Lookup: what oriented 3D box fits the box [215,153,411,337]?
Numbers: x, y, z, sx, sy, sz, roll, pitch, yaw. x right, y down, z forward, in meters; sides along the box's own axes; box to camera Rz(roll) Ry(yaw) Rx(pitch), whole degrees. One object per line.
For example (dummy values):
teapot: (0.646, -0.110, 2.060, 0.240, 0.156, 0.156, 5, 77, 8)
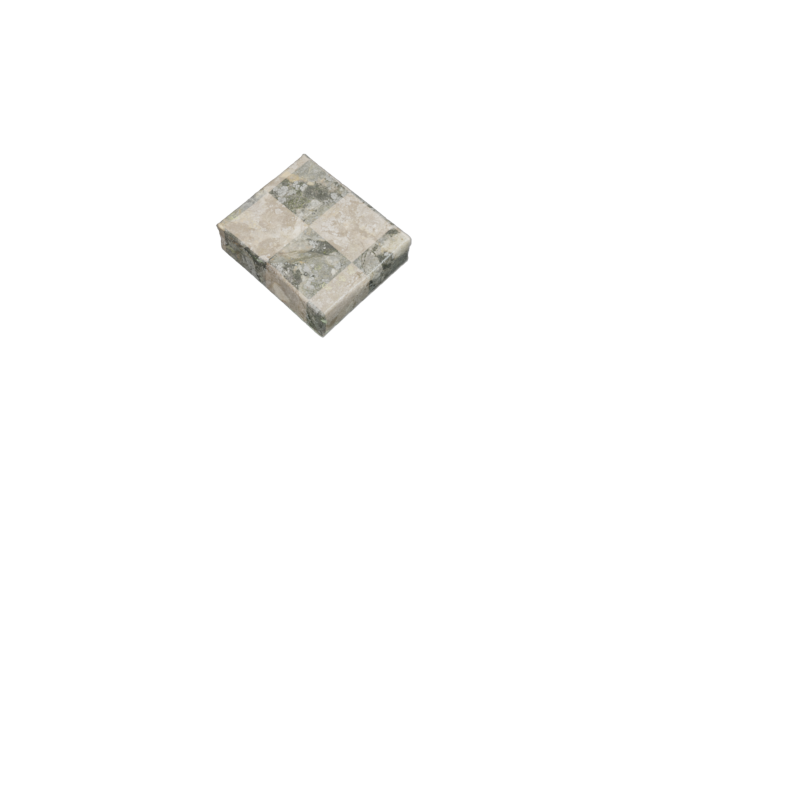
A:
box: (-0.051, -0.092, 0.644, 0.094, 0.074, 0.028, 41, -22, 20)
